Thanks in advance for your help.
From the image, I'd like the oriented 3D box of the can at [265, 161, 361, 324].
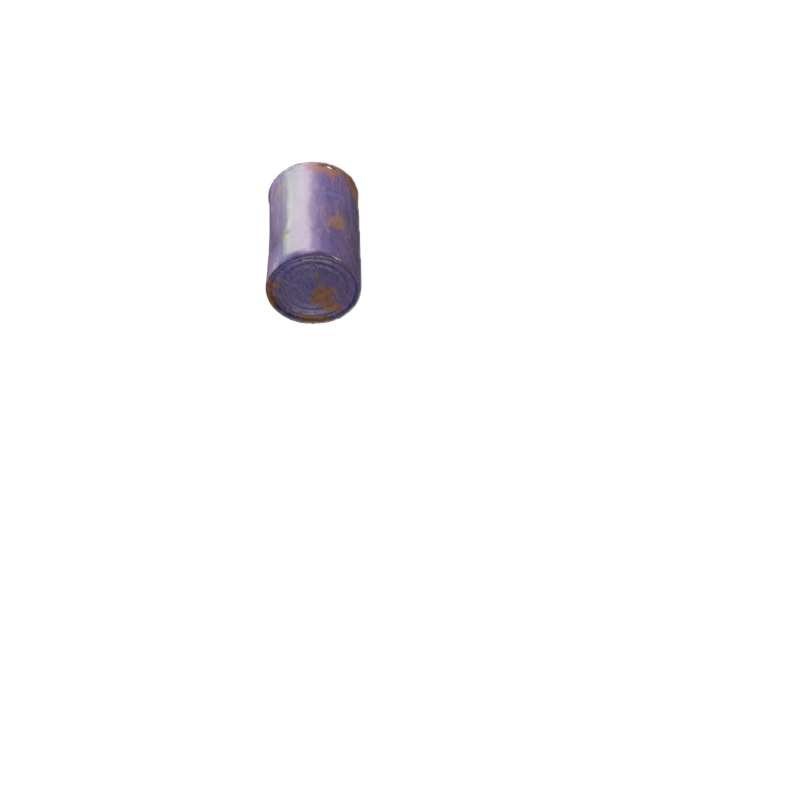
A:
[{"bbox_3d":[-0.062,-0.113,0.793,0.068,0.110,0.064,-1,-44,-3],"label":"can"}]
